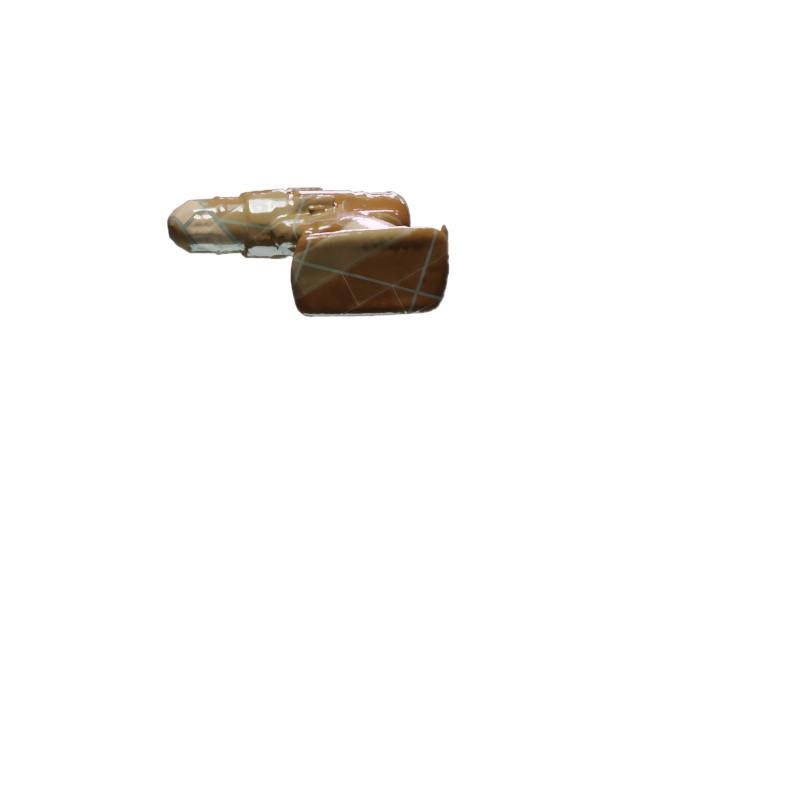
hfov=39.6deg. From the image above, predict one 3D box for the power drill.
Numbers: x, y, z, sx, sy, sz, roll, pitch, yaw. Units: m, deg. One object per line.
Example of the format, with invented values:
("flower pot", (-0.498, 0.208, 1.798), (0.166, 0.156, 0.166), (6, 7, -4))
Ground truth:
("power drill", (-0.060, -0.110, 0.770), (0.181, 0.055, 0.199), (-6, 22, -16))
